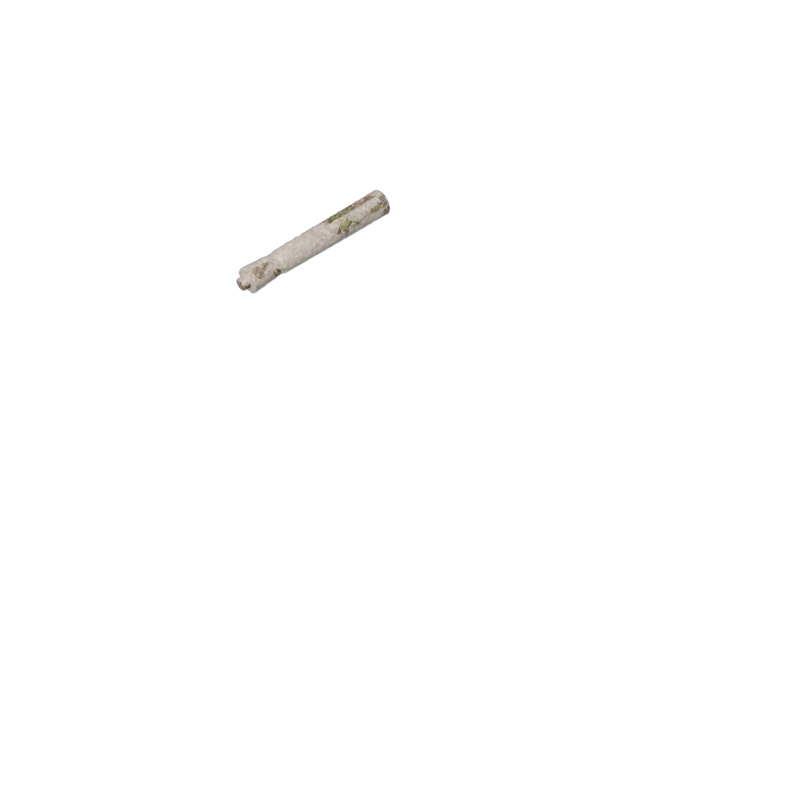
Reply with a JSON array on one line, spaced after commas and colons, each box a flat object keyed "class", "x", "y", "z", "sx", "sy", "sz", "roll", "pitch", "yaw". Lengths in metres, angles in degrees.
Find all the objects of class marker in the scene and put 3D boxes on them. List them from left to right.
[{"class": "marker", "x": -0.058, "y": -0.106, "z": 0.740, "sx": 0.121, "sy": 0.019, "sz": 0.020, "roll": -34, "pitch": 20, "yaw": -24}]
